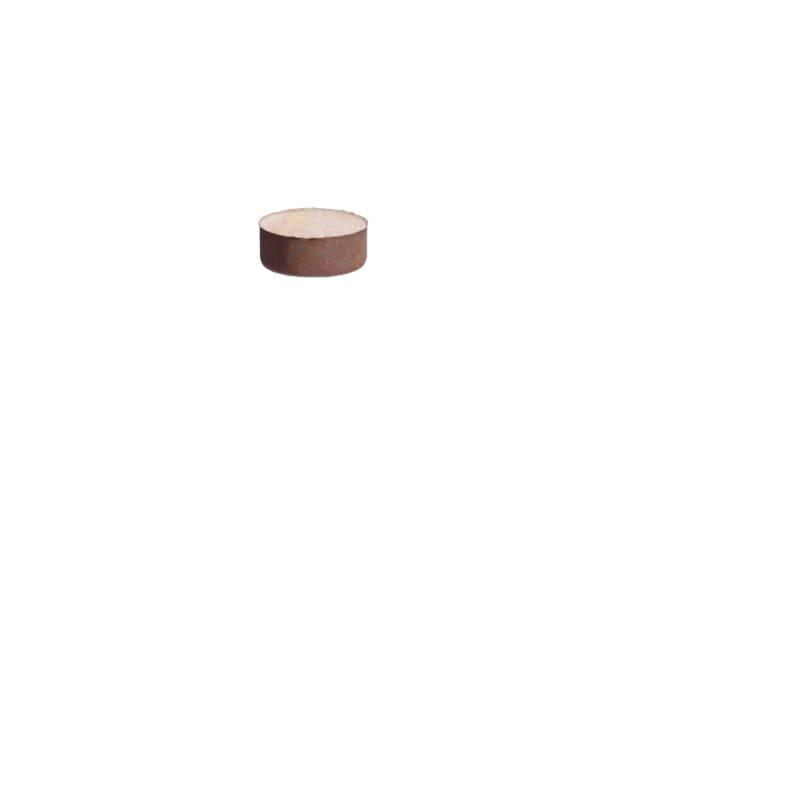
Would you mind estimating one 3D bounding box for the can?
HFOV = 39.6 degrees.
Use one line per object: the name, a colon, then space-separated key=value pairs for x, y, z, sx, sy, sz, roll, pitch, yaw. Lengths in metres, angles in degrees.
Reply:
can: x=-0.068 y=-0.124 z=0.869 sx=0.086 sy=0.032 sz=0.090 roll=-1 pitch=23 yaw=-2
